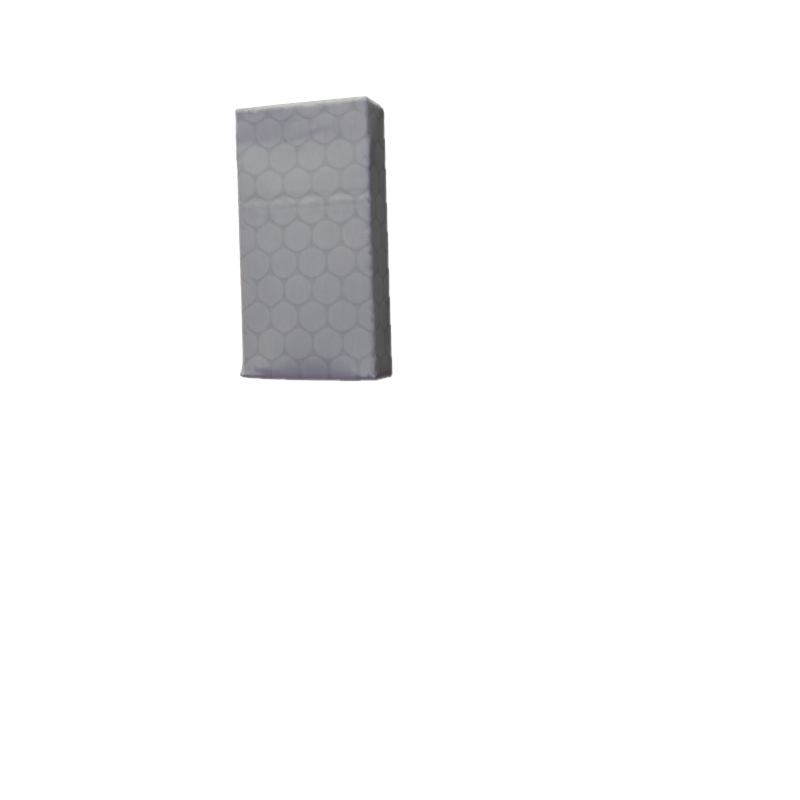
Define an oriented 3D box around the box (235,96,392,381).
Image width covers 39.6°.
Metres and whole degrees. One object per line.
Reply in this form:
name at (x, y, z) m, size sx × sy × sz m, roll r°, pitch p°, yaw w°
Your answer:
box at (-0.055, -0.102, 0.712) m, size 0.096 × 0.178 × 0.046 m, roll -2°, pitch -5°, yaw 20°
